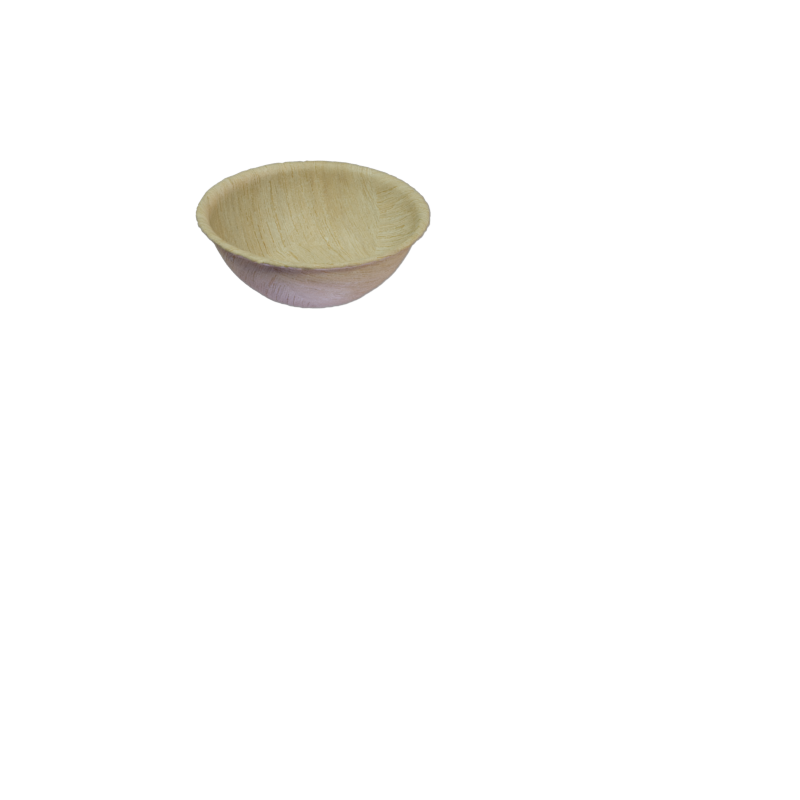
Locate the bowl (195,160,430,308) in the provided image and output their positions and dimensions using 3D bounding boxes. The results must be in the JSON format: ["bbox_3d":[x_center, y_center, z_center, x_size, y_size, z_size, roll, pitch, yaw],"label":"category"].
[{"bbox_3d":[-0.061,-0.111,0.777,0.162,0.052,0.173,-1,34,-2],"label":"bowl"}]
